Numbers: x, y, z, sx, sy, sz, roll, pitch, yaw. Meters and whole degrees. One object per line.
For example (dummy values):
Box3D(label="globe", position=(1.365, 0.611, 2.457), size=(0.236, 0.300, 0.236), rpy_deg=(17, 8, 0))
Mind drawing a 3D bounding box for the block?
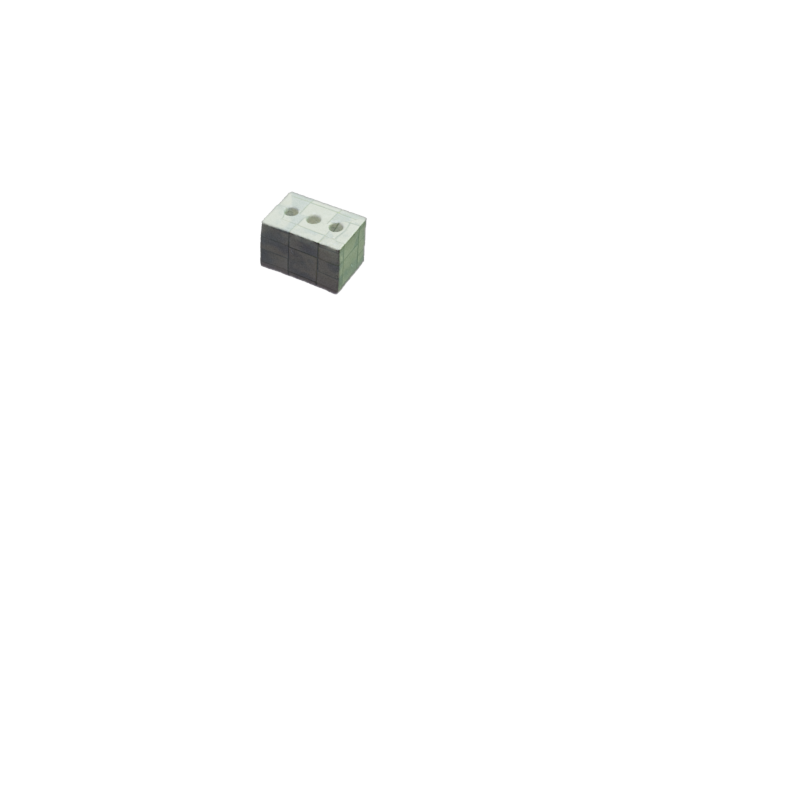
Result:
Box3D(label="block", position=(-0.075, -0.136, 0.953), size=(0.081, 0.048, 0.054), rpy_deg=(21, 47, 20))
